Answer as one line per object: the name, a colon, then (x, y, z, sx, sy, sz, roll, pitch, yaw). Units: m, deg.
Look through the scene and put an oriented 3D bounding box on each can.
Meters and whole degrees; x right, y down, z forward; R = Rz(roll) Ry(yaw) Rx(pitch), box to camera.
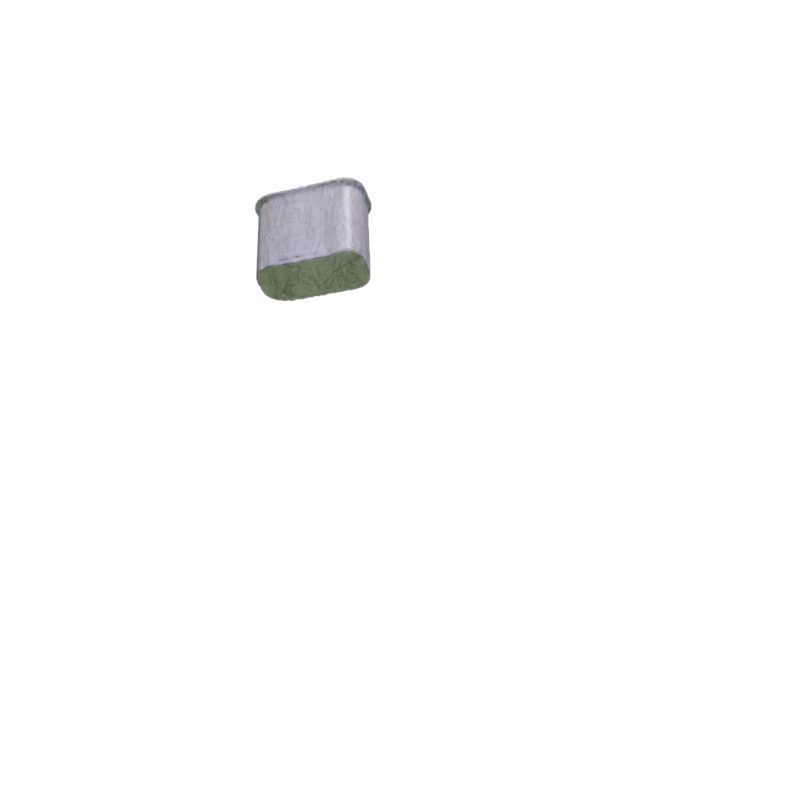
can: (-0.076, -0.138, 0.967, 0.103, 0.090, 0.053, -11, -37, 12)
